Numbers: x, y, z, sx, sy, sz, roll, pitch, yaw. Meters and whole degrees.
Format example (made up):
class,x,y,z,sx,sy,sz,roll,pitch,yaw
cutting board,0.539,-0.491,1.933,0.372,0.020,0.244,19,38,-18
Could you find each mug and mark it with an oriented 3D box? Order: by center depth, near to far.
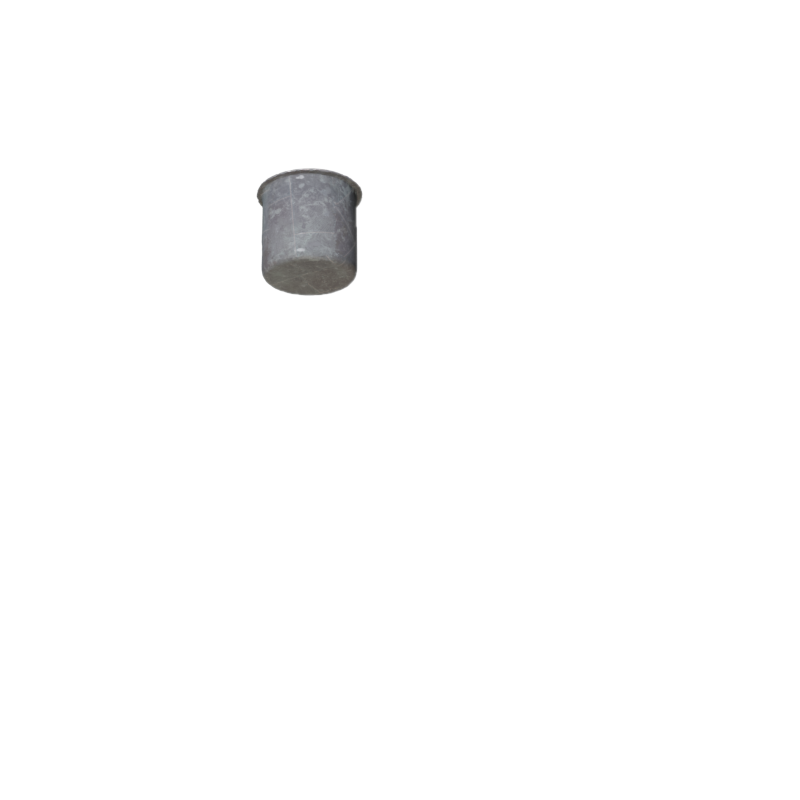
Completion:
class,x,y,z,sx,sy,sz,roll,pitch,yaw
mug,-0.076,-0.138,0.967,0.094,0.086,0.109,-6,-23,12
